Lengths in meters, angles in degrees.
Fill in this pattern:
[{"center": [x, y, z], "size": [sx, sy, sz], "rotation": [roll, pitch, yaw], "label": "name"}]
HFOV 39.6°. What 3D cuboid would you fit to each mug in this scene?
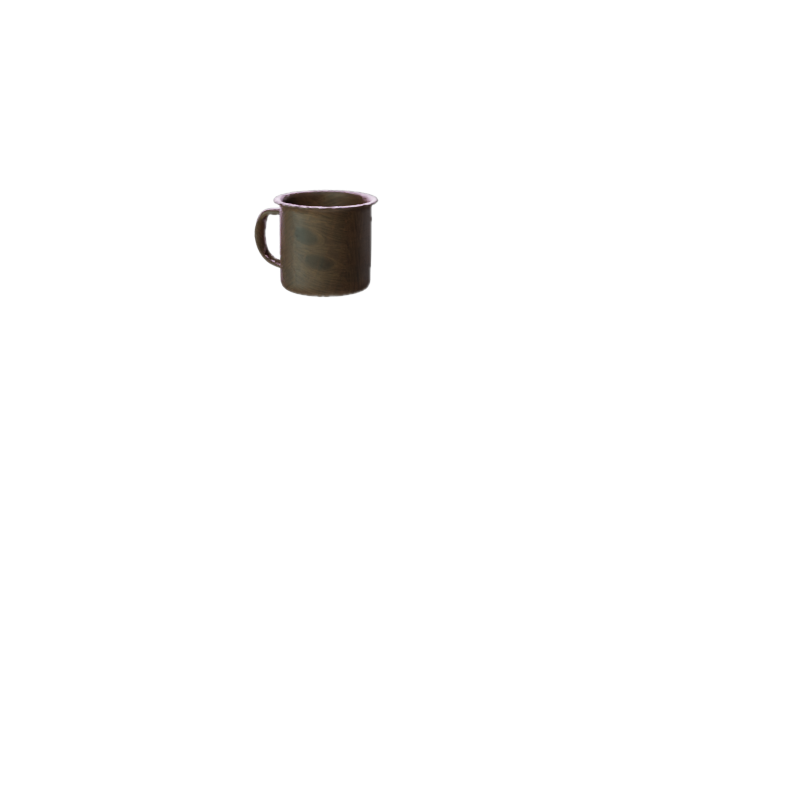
[{"center": [-0.078, -0.142, 0.994], "size": [0.121, 0.079, 0.094], "rotation": [7, 18, 21], "label": "mug"}]
